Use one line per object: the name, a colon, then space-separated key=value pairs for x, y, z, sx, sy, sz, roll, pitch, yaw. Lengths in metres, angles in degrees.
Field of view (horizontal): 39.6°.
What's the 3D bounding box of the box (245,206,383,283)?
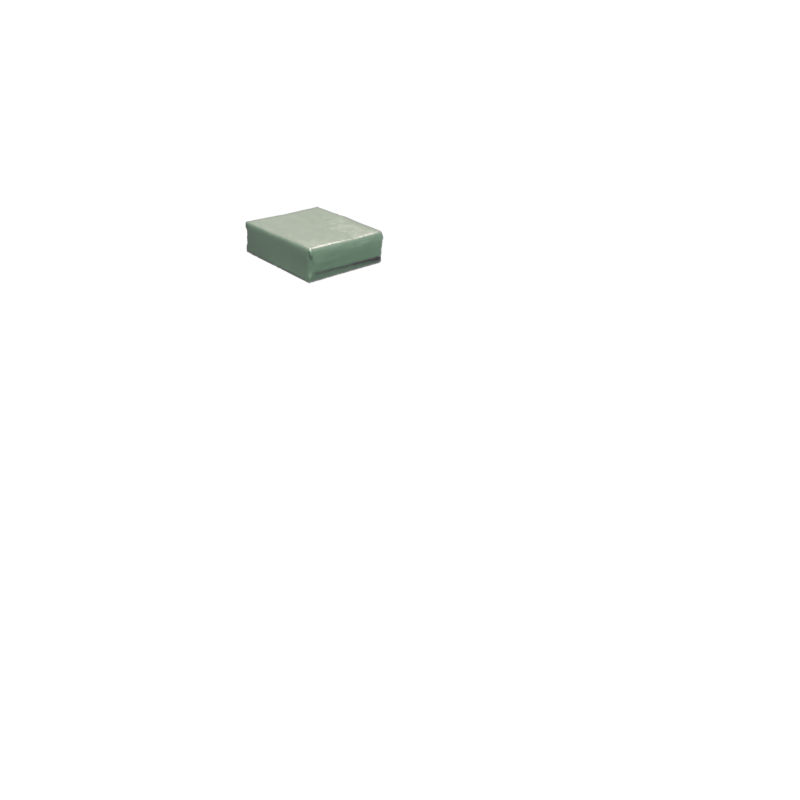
box: x=-0.069 y=-0.126 z=0.884 sx=0.072 sy=0.029 sz=0.095 roll=-18 pitch=31 yaw=-34
